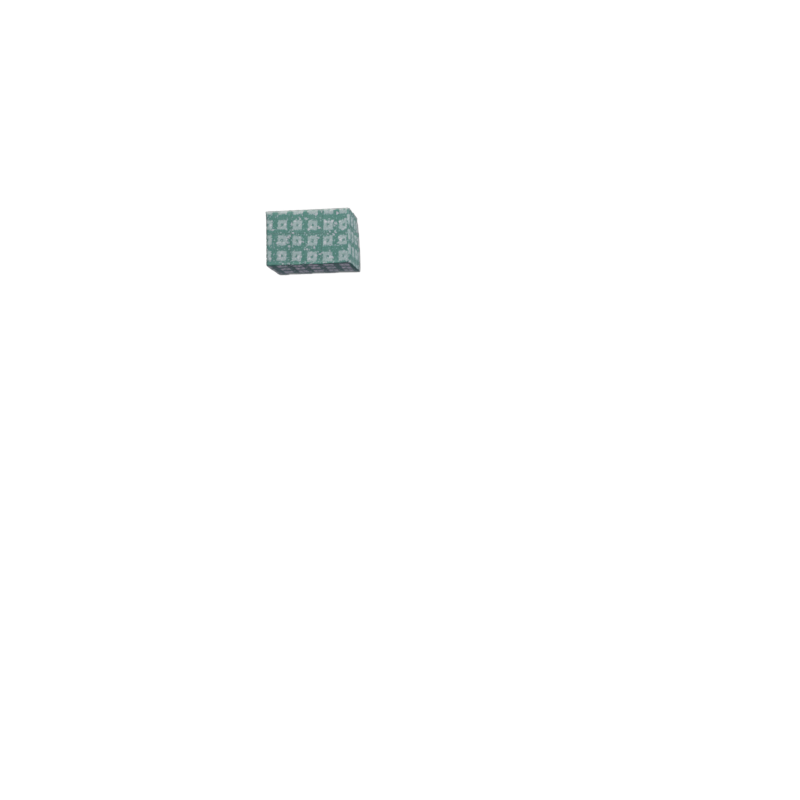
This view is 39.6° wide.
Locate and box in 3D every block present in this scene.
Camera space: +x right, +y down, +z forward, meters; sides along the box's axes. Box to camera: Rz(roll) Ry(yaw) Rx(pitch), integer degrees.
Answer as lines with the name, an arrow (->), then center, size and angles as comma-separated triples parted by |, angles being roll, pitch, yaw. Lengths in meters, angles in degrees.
block -> -0.078, -0.143, 0.998 | 0.079, 0.052, 0.051 | -1, -7, 10
